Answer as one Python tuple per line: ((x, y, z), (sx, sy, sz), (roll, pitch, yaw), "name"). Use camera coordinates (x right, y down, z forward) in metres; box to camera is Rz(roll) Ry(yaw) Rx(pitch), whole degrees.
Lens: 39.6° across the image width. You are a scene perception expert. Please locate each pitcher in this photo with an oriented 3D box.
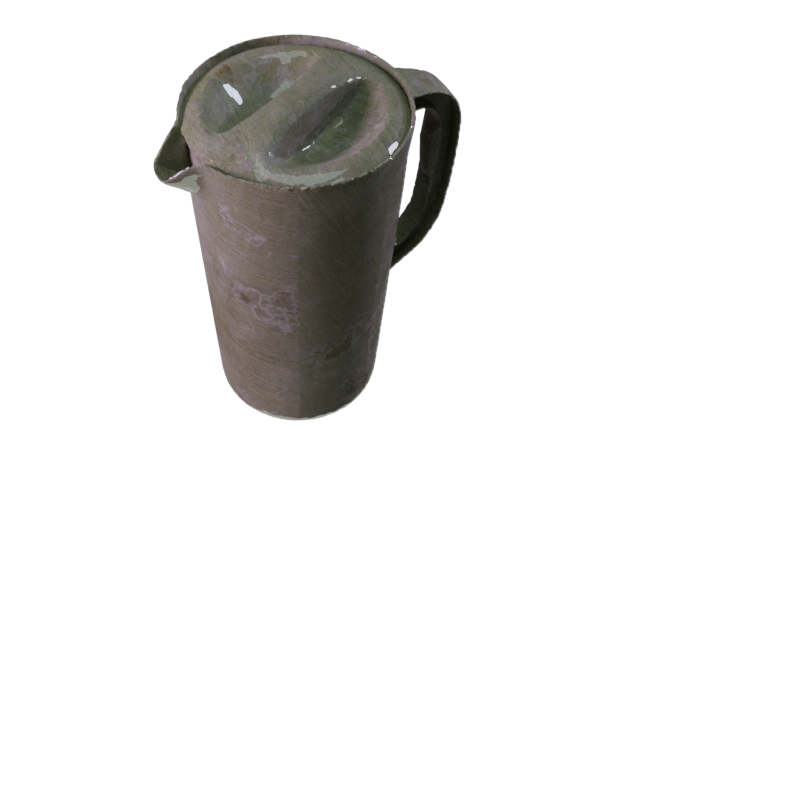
((-0.055, -0.100, 0.699), (0.152, 0.152, 0.227), (15, -38, 9), "pitcher")
